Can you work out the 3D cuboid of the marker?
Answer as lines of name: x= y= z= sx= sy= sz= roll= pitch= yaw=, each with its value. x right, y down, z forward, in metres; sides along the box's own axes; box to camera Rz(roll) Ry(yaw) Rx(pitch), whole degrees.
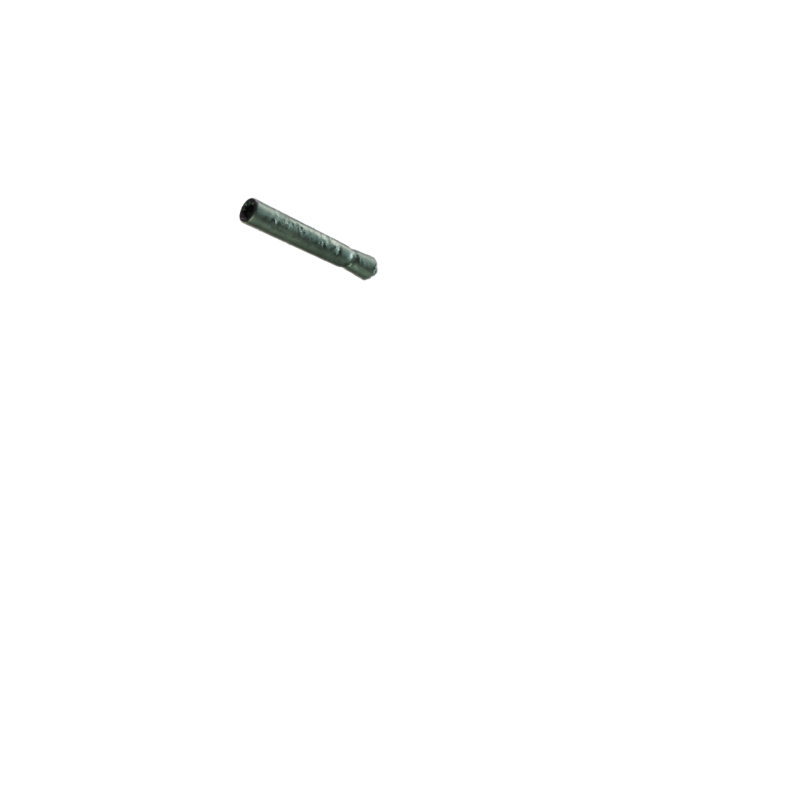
marker: x=-0.062 y=-0.113 z=0.788 sx=0.114 sy=0.020 sz=0.021 roll=22 pitch=-10 yaw=-37
